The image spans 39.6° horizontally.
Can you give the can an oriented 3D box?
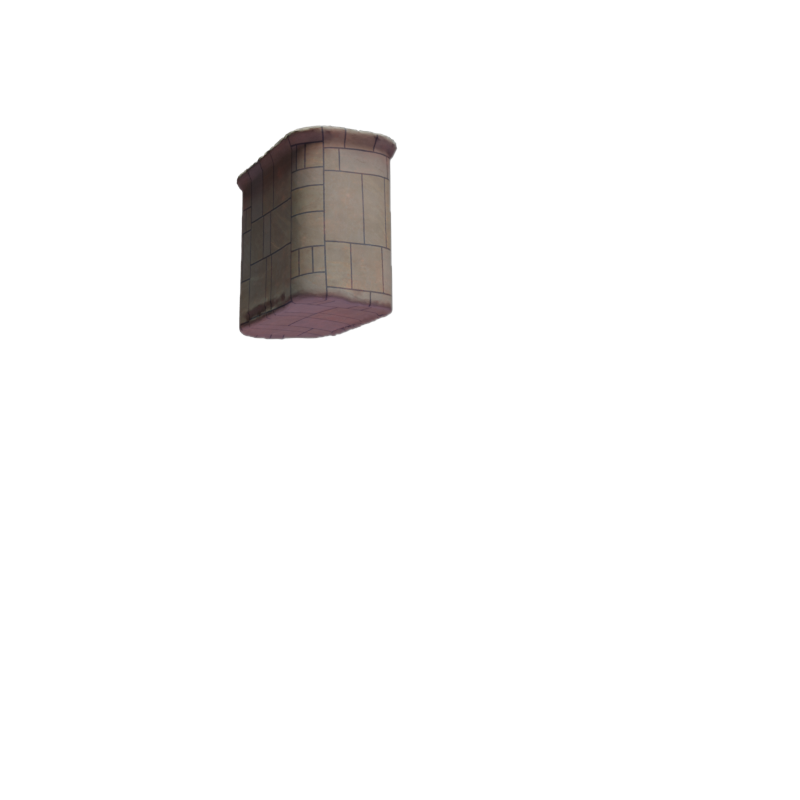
[{"bbox_3d":[-0.043,-0.079,0.553,0.055,0.087,0.102,6,-13,-27],"label":"can"}]
